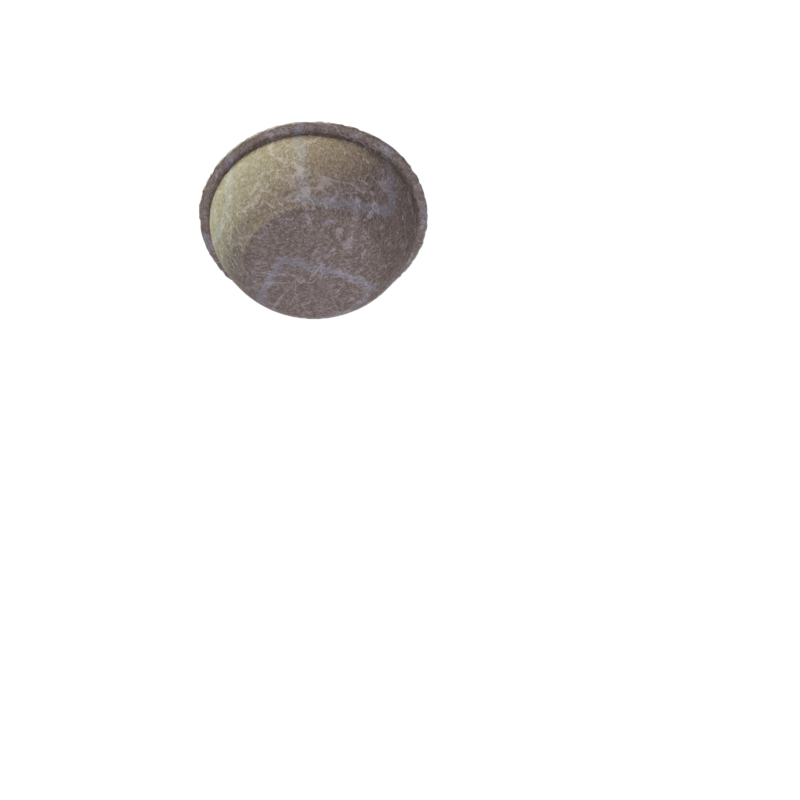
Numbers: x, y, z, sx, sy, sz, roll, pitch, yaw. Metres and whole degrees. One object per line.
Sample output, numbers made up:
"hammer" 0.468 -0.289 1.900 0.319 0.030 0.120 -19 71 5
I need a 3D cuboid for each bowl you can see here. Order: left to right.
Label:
"bowl" -0.060 -0.109 0.762 0.162 0.151 0.059 1 40 -1
